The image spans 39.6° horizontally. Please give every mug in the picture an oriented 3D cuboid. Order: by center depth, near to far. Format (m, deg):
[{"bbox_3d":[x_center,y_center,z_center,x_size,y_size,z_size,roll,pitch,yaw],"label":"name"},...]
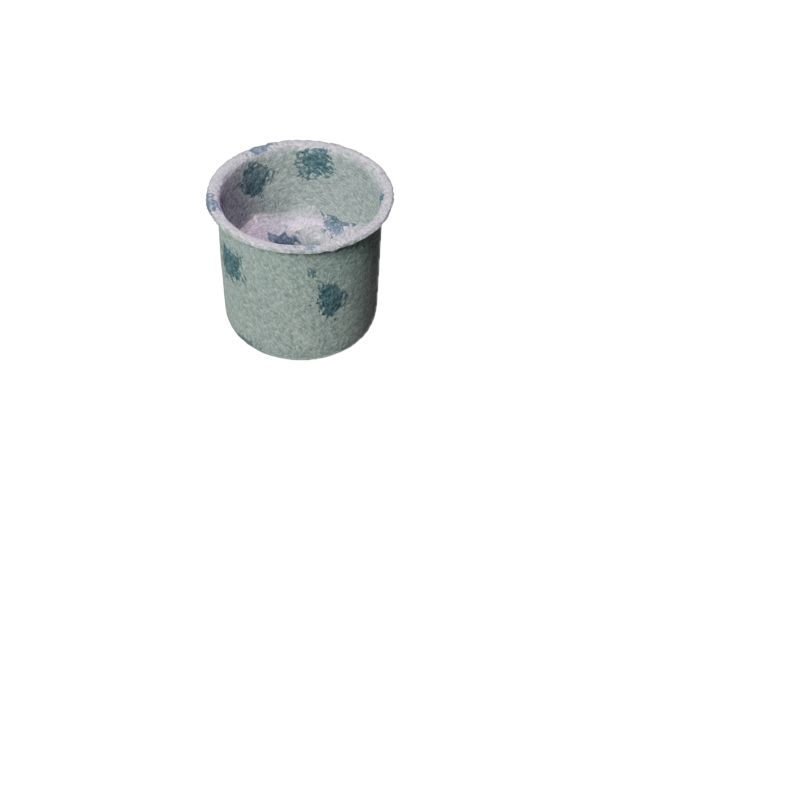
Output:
[{"bbox_3d":[-0.045,-0.083,0.581,0.097,0.076,0.120,23,47,21],"label":"mug"}]
